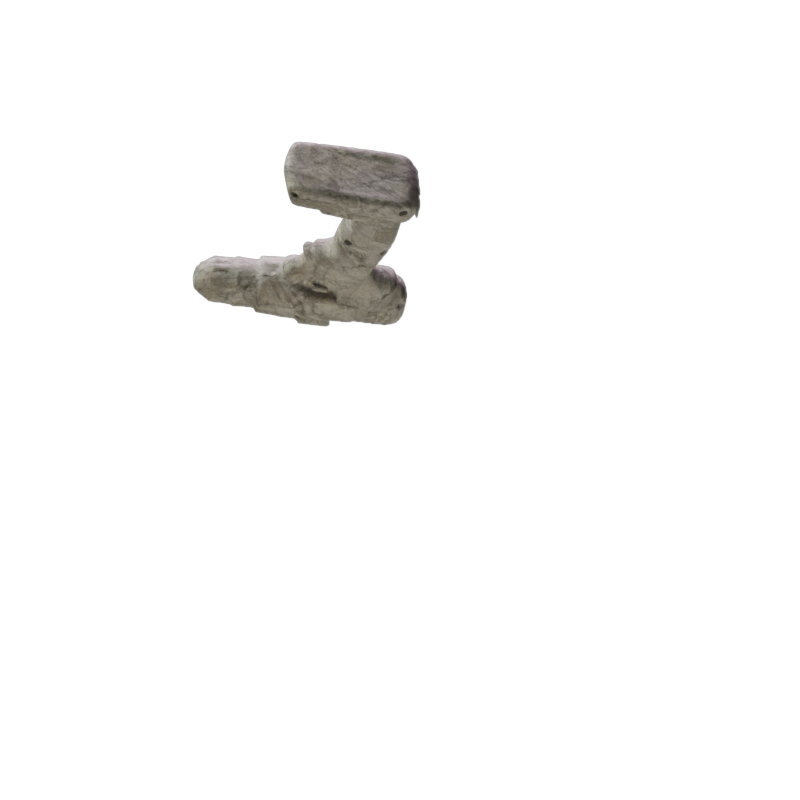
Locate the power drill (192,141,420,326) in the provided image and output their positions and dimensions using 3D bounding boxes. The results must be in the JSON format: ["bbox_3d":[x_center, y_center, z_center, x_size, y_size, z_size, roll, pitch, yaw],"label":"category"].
[{"bbox_3d":[-0.070,-0.129,0.901,0.182,0.061,0.178,6,-30,-10],"label":"power drill"}]
